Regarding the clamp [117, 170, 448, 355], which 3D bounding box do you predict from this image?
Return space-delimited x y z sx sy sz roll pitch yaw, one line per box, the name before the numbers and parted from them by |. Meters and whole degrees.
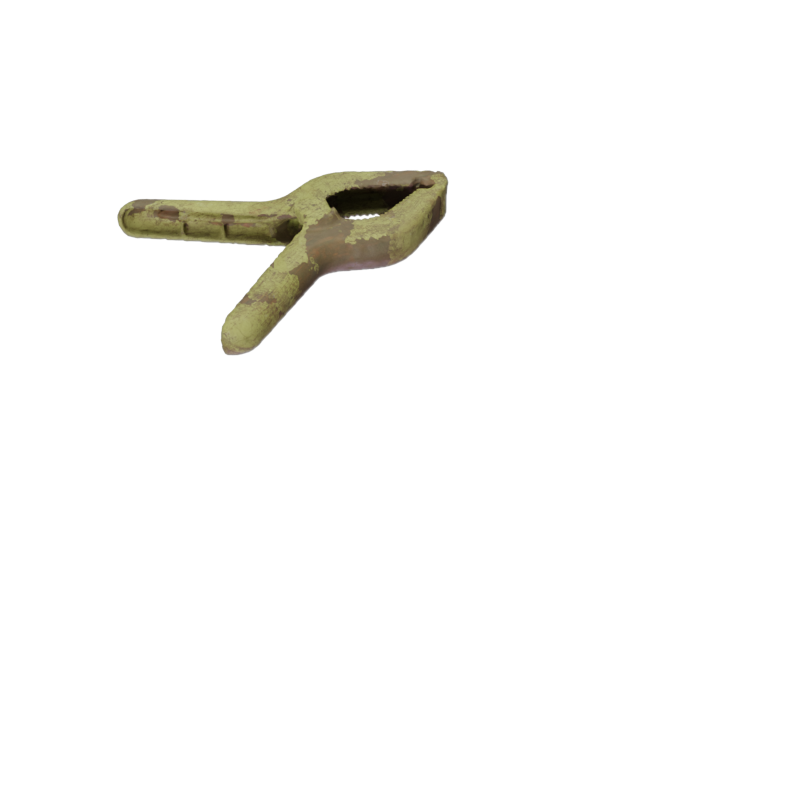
clamp | -0.054 -0.098 0.689 0.207 0.034 0.178 -16 41 -19
